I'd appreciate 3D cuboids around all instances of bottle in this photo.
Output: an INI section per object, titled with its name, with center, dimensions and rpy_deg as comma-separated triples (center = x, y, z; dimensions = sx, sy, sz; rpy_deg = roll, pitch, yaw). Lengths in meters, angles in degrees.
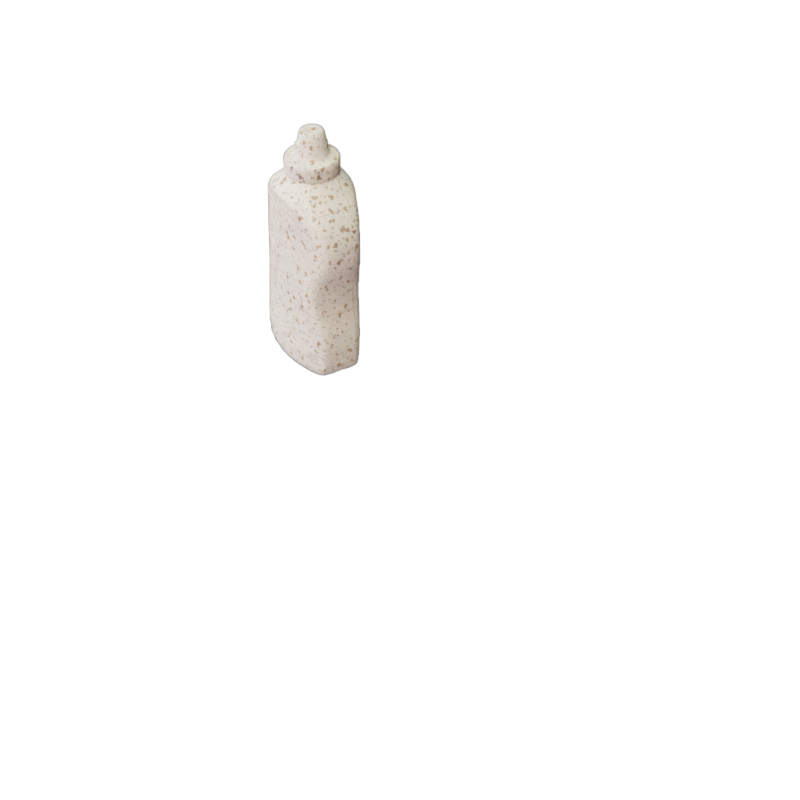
[bottle]
center = -0.065, -0.118, 0.826
dimensions = 0.058, 0.179, 0.104
rpy_deg = -16, 41, -23
